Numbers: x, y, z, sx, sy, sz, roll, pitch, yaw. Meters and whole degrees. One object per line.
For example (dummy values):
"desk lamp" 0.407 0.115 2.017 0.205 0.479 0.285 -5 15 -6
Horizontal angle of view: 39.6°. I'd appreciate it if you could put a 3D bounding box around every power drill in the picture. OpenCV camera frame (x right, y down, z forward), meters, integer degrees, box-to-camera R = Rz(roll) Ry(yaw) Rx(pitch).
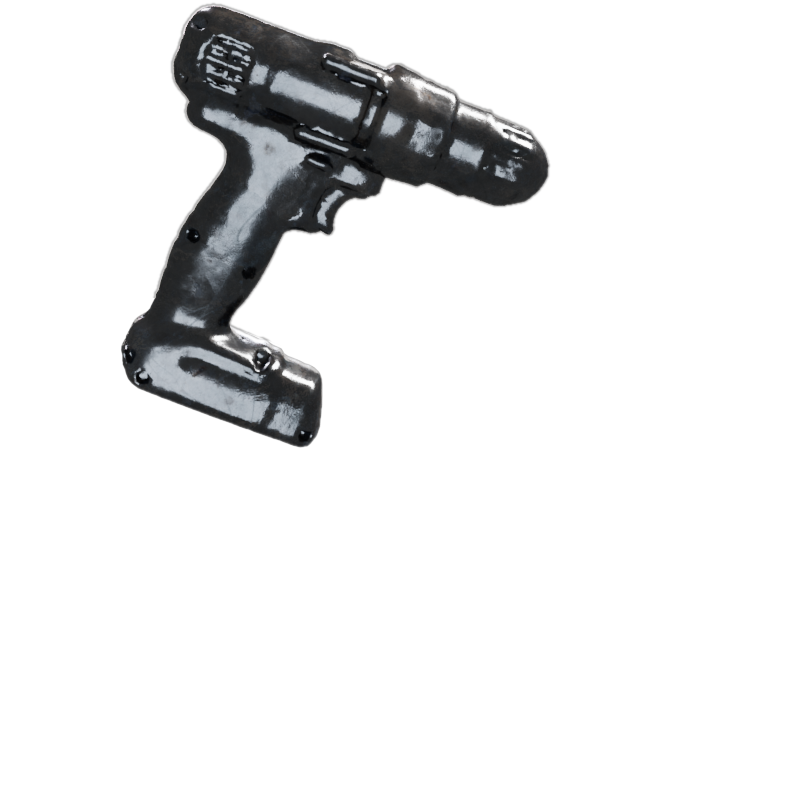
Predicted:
"power drill" -0.042 -0.077 0.536 0.183 0.184 0.059 21 12 -5
